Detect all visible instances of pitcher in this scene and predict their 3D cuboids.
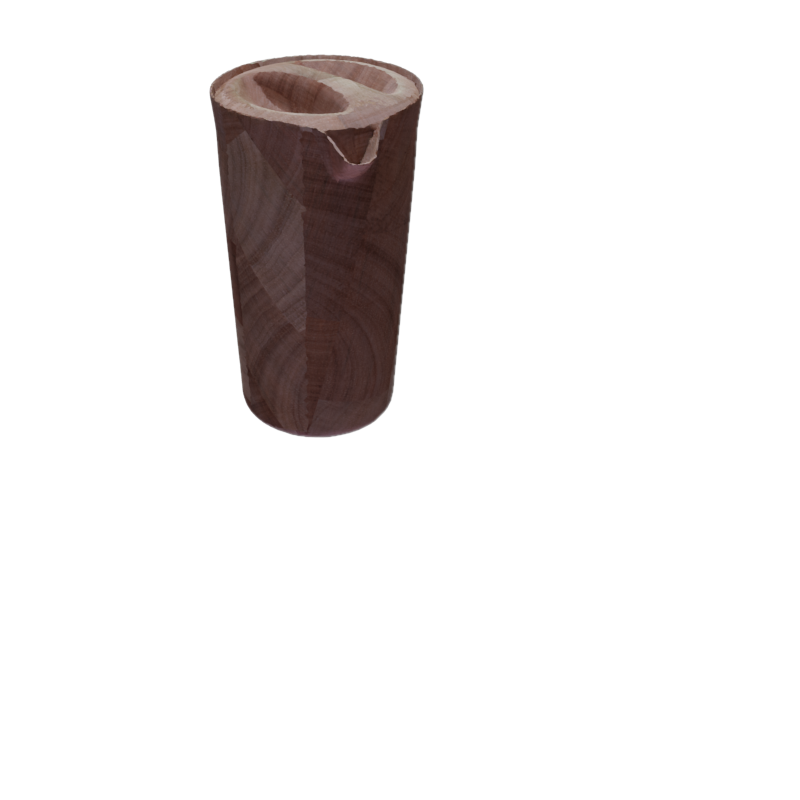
[{"bbox_3d":[-0.059,-0.107,0.750,0.150,0.229,0.153,14,32,20],"label":"pitcher"}]
